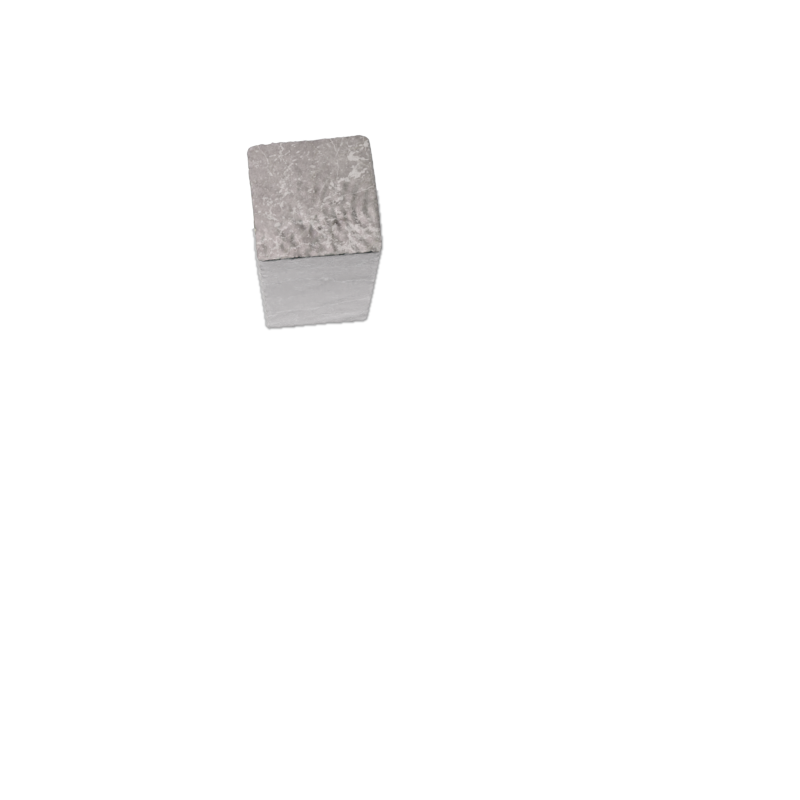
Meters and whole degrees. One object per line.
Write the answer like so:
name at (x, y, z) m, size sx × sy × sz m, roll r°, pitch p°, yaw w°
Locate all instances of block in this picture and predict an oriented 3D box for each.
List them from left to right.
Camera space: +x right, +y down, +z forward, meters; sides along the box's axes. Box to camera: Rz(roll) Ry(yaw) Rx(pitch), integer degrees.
block at (-0.069, -0.126, 0.879) m, size 0.090 × 0.093 × 0.200 m, roll -6°, pitch -11°, yaw -5°
